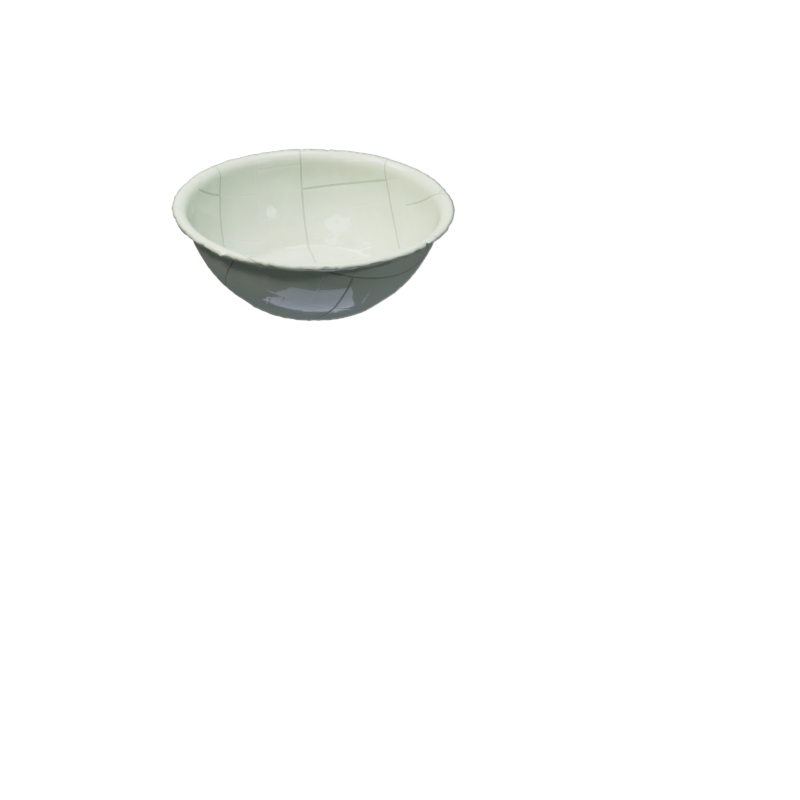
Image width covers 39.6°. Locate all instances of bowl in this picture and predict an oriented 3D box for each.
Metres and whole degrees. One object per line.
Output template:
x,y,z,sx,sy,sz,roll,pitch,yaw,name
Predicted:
-0.051,-0.093,0.649,0.162,0.052,0.172,-1,33,-2,bowl
